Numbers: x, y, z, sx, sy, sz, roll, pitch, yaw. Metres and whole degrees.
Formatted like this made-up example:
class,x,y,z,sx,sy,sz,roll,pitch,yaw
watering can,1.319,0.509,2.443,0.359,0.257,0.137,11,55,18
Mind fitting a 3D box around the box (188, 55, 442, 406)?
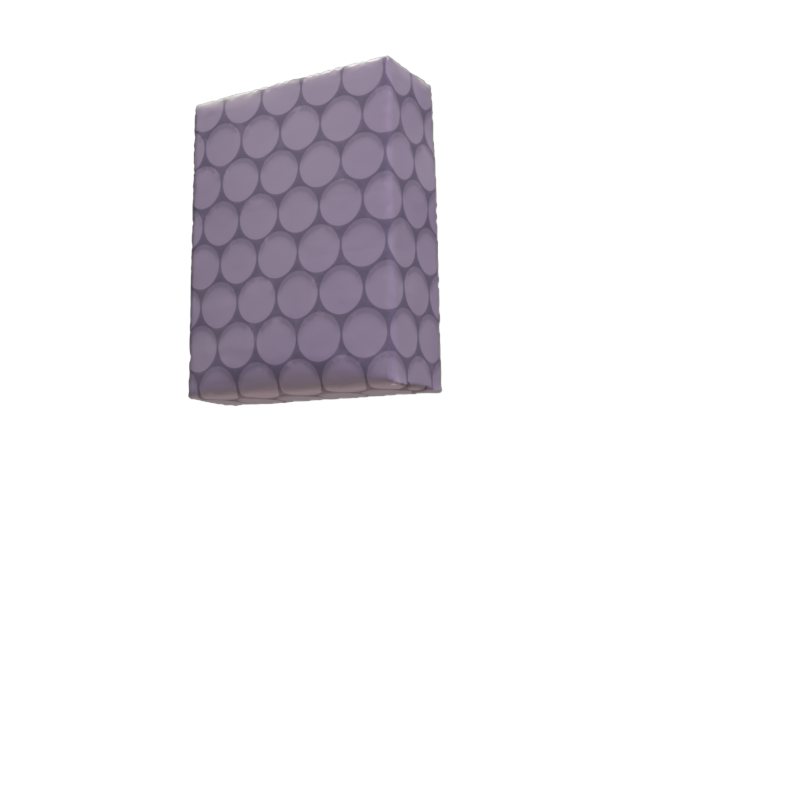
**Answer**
class,x,y,z,sx,sy,sz,roll,pitch,yaw
box,-0.059,-0.108,0.755,0.168,0.221,0.068,-7,-14,31
